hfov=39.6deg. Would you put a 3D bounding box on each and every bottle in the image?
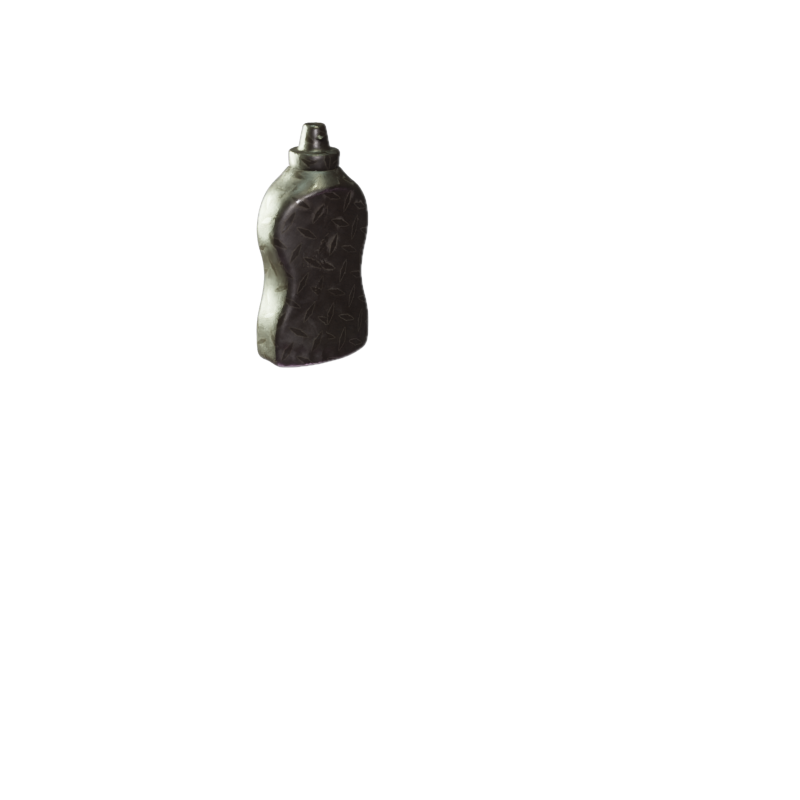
[{"bbox_3d":[-0.070,-0.127,0.892,0.094,0.185,0.062,-11,20,-34],"label":"bottle"}]
